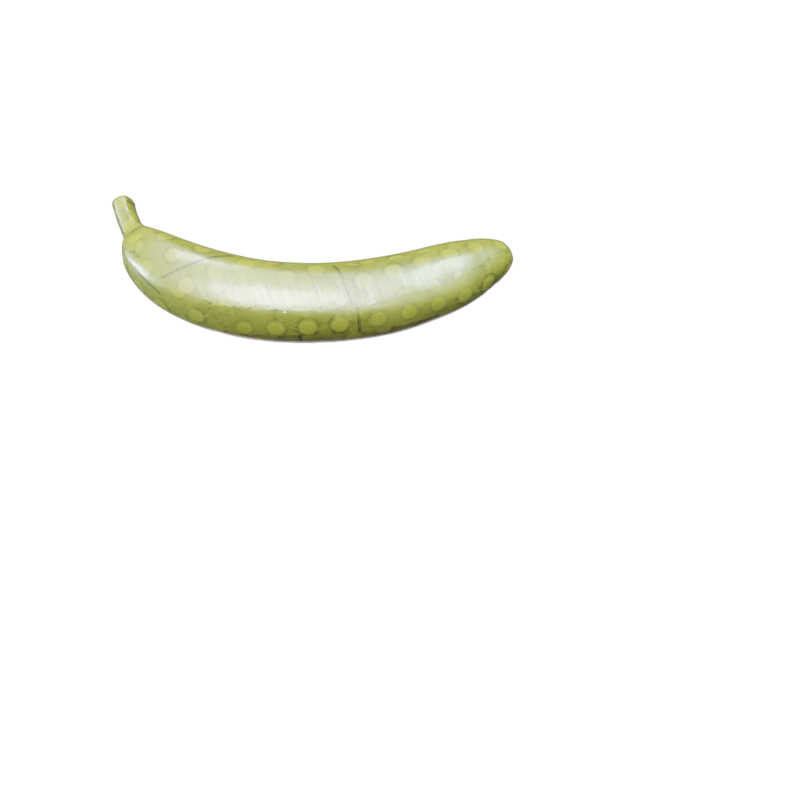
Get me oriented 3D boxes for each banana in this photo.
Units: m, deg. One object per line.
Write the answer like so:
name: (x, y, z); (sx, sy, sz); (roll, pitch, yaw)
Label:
banana: (-0.047, -0.058, 0.520); (0.199, 0.073, 0.035); (8, -24, 4)
